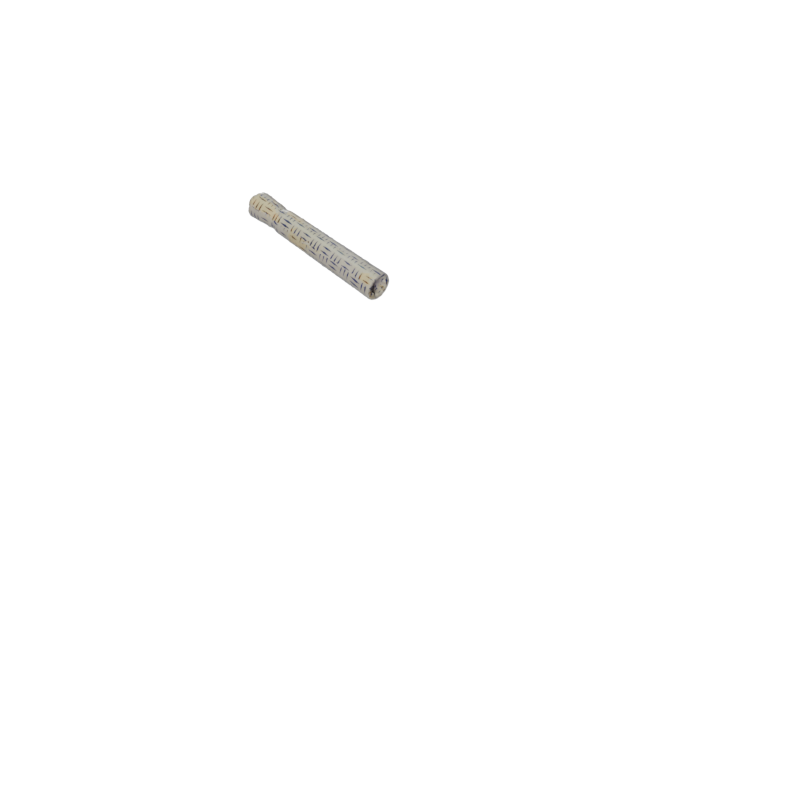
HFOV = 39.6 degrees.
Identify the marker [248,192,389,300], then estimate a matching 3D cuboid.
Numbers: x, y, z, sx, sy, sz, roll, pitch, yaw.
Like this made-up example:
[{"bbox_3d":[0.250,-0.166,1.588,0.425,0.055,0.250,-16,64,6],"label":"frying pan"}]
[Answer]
[{"bbox_3d":[-0.056,-0.102,0.715,0.129,0.019,0.019,37,25,33],"label":"marker"}]
